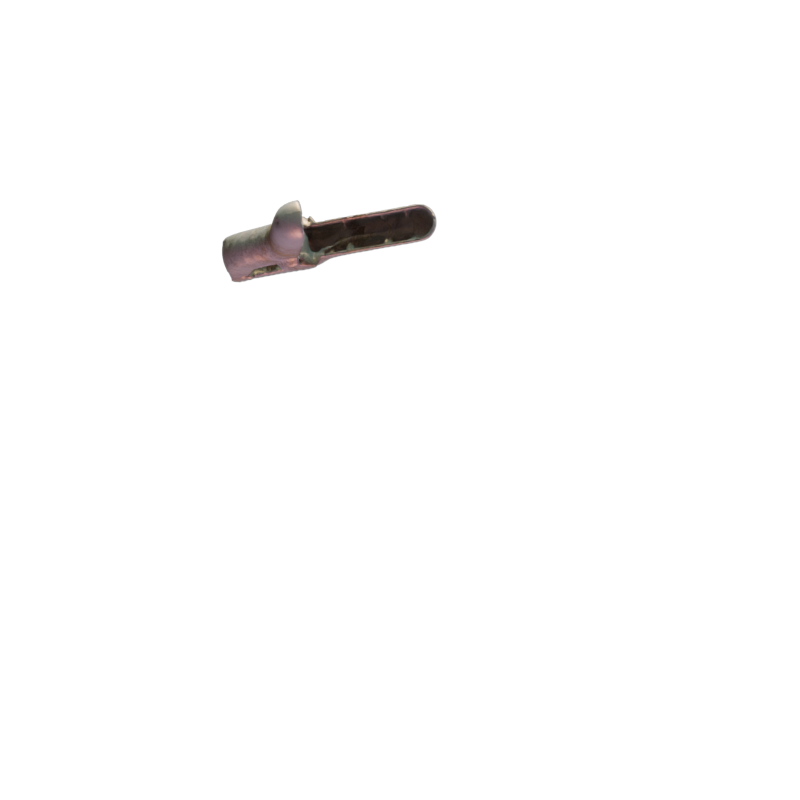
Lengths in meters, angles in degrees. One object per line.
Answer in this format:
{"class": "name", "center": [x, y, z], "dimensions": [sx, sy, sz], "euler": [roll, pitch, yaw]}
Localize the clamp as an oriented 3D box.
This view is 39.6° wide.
{"class": "clamp", "center": [-0.060, -0.109, 0.760], "dimensions": [0.116, 0.040, 0.175], "euler": [1, -2, -29]}
